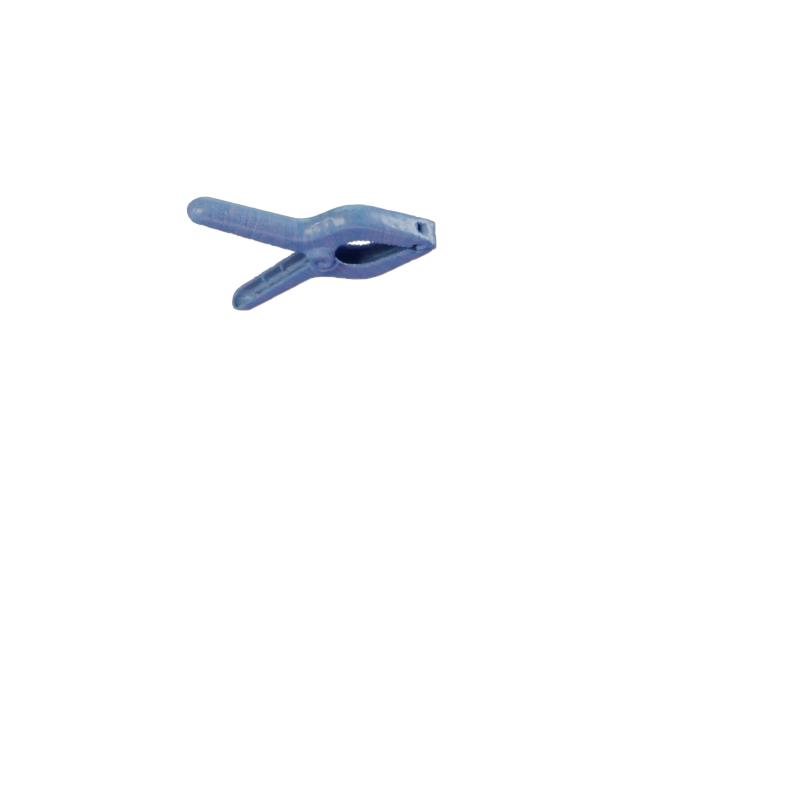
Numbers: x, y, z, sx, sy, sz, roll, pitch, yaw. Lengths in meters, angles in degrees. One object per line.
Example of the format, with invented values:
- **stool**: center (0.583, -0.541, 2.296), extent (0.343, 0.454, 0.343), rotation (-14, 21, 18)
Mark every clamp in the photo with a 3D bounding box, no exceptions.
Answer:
- **clamp**: center (-0.076, -0.139, 0.971), extent (0.213, 0.039, 0.152), rotation (-8, -28, 14)
